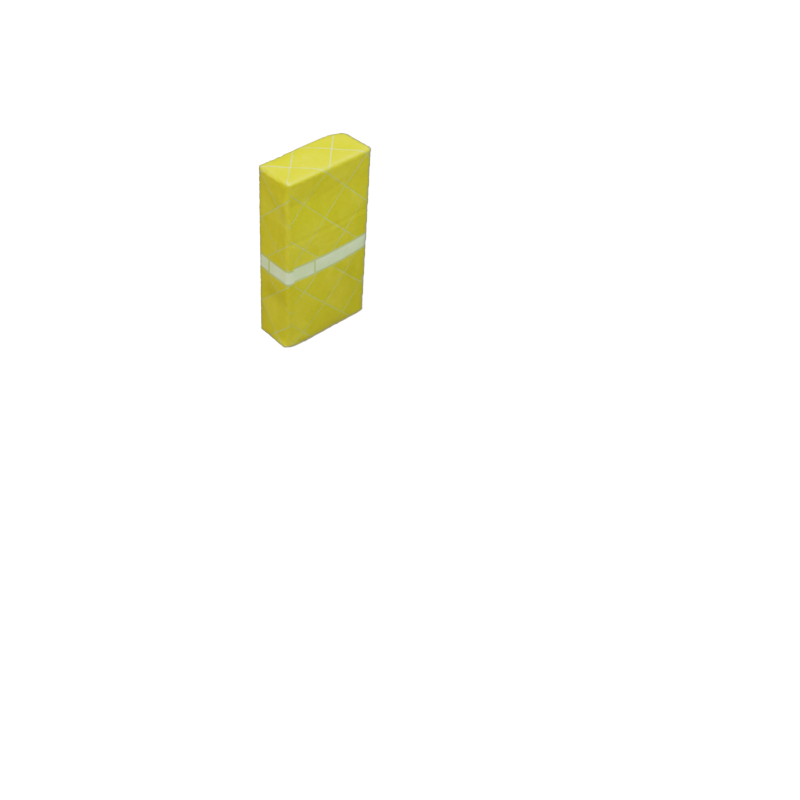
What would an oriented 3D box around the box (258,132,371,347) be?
[{"bbox_3d":[-0.075,-0.137,0.956,0.093,0.165,0.051,-29,47,-34],"label":"box"}]
